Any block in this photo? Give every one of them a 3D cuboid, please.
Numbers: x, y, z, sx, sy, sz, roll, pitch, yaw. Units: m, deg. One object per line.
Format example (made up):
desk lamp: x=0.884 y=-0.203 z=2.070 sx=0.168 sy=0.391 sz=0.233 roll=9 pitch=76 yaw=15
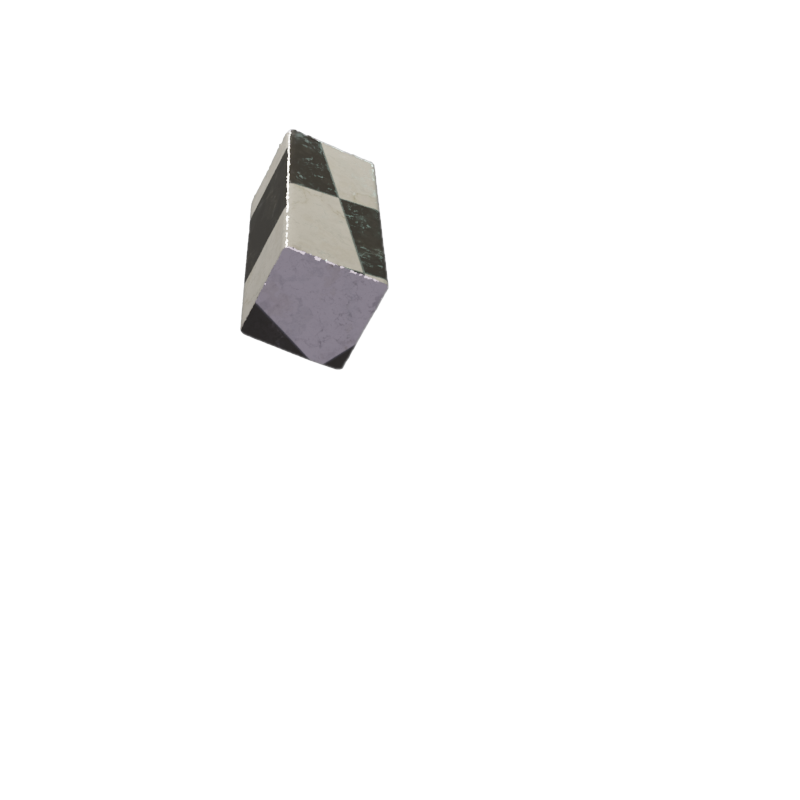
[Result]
block: x=-0.074 y=-0.133 z=0.934 sx=0.087 sy=0.087 sz=0.220 roll=20 pitch=32 yaw=-17
